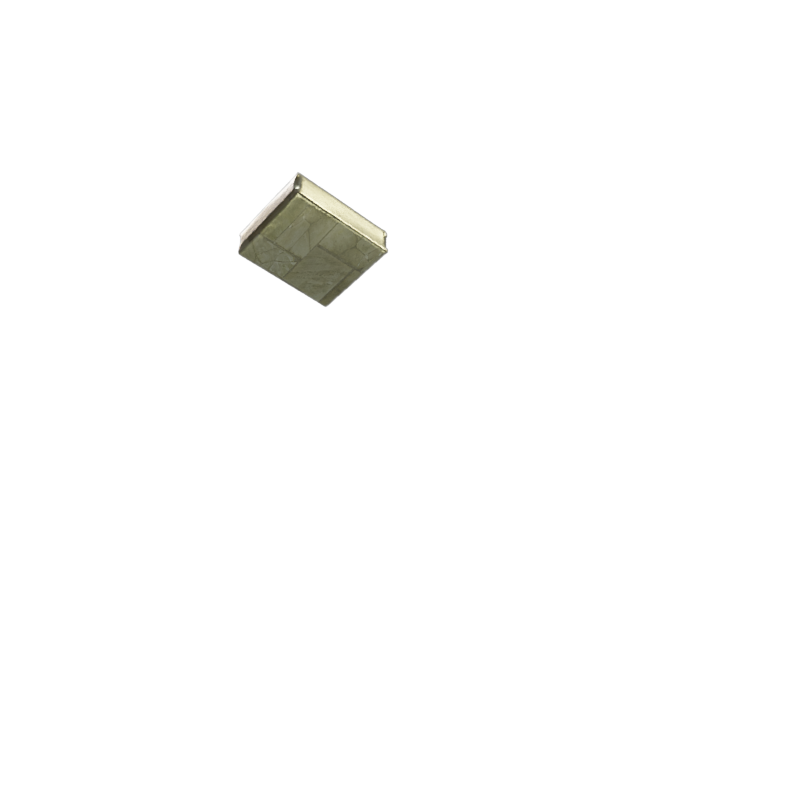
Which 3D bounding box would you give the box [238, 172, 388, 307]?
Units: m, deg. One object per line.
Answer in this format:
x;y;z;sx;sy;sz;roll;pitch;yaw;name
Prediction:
-0.065;-0.119;0.835;0.085;0.032;0.072;32;-56;-25;box
